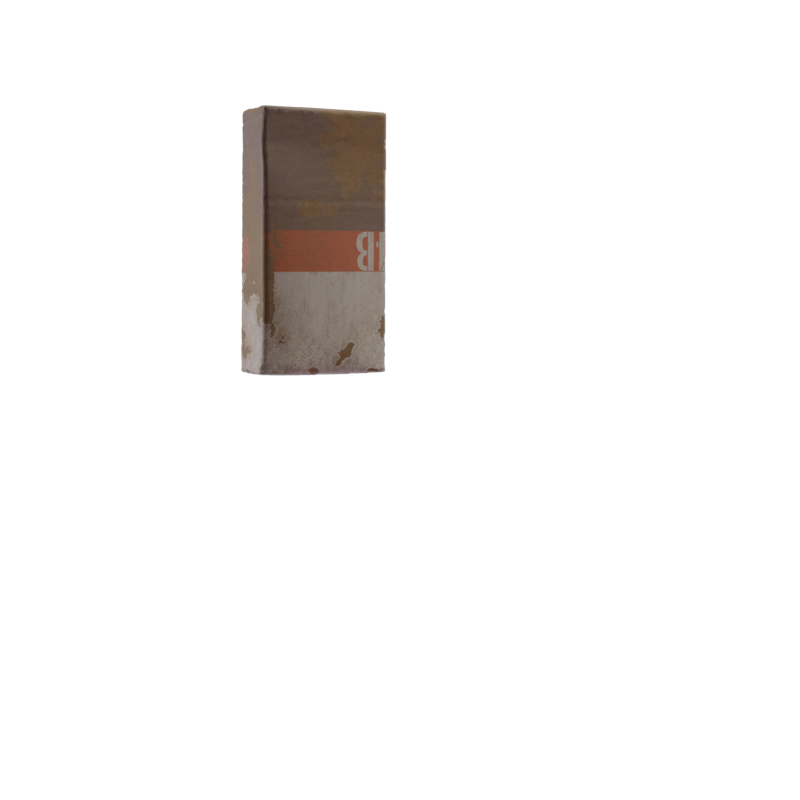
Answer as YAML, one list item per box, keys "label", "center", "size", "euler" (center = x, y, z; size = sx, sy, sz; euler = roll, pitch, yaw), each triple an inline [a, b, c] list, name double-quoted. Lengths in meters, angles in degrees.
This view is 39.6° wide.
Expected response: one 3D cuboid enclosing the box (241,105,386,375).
- label: "box"
  center: [-0.058, -0.106, 0.744]
  size: [0.090, 0.177, 0.049]
  euler: [0, -1, -27]
